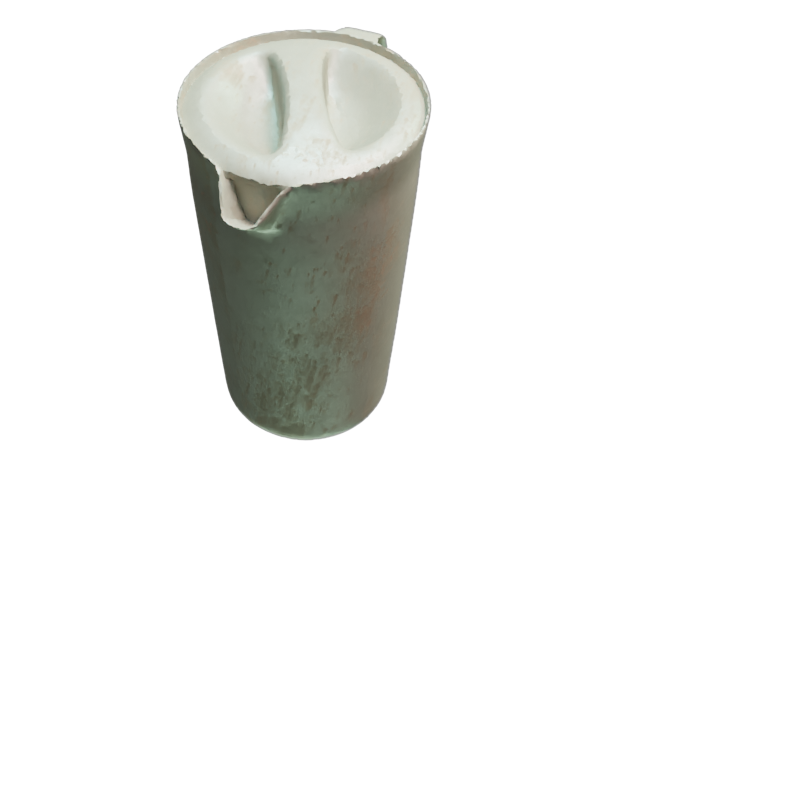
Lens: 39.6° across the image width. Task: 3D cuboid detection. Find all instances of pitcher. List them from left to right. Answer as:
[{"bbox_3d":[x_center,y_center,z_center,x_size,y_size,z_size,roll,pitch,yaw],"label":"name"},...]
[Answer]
[{"bbox_3d":[-0.052,-0.095,0.667,0.148,0.157,0.226,-18,-38,-18],"label":"pitcher"}]
